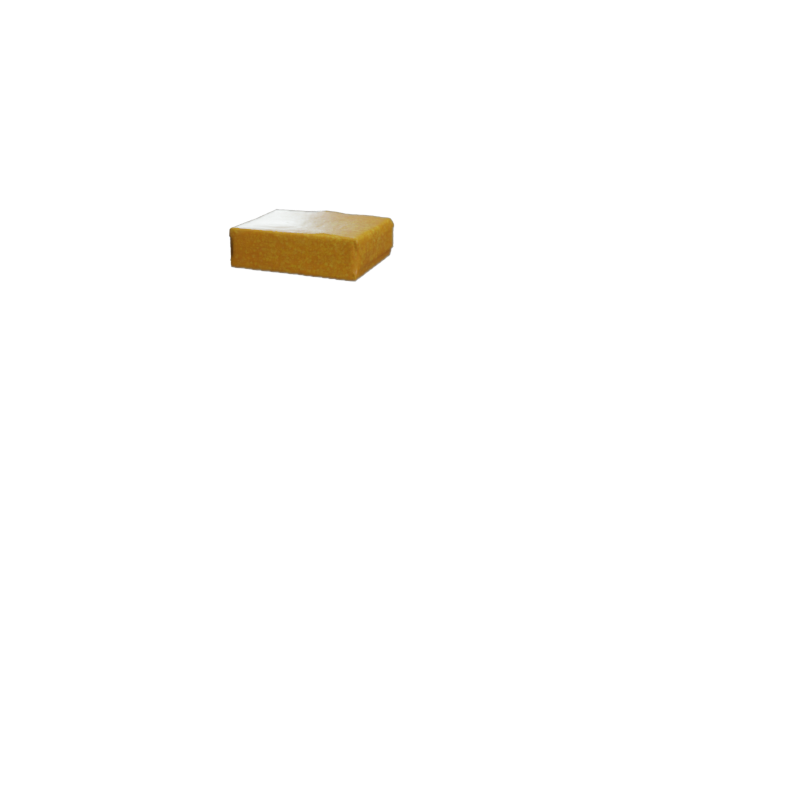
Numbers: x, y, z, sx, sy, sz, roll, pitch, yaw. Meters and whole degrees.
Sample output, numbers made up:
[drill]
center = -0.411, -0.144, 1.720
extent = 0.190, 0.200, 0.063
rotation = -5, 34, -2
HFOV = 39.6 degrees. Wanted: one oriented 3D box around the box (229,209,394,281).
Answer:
[box]
center = -0.057, -0.104, 0.729
extent = 0.092, 0.029, 0.074
rotation = 7, 20, 19
